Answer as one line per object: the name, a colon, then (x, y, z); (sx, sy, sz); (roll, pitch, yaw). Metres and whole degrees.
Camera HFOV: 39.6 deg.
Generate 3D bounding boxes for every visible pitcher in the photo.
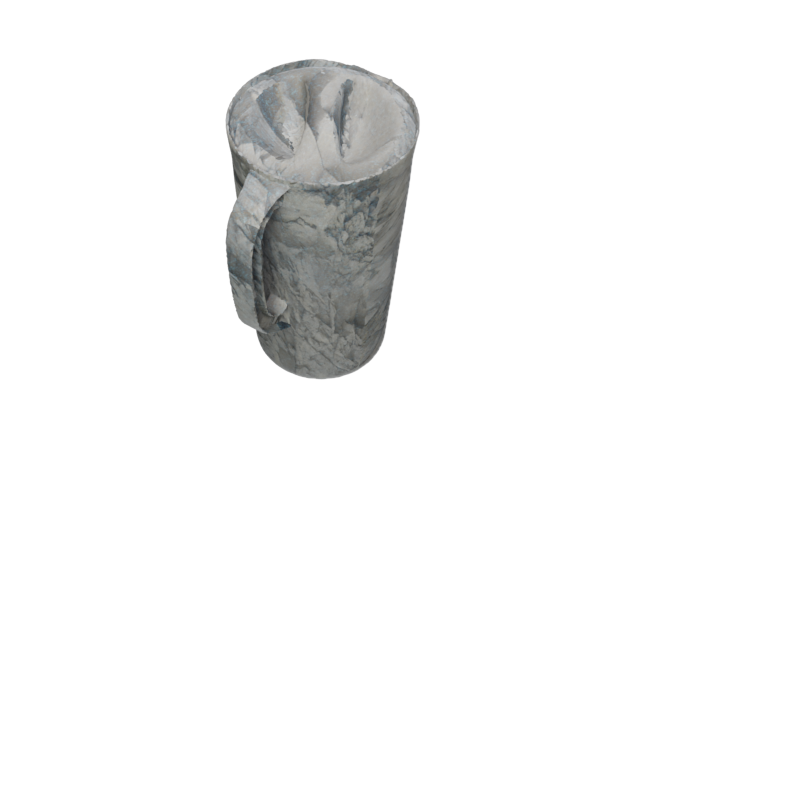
pitcher: (-0.065, -0.119, 0.836); (0.148, 0.157, 0.226); (-11, -38, -12)
